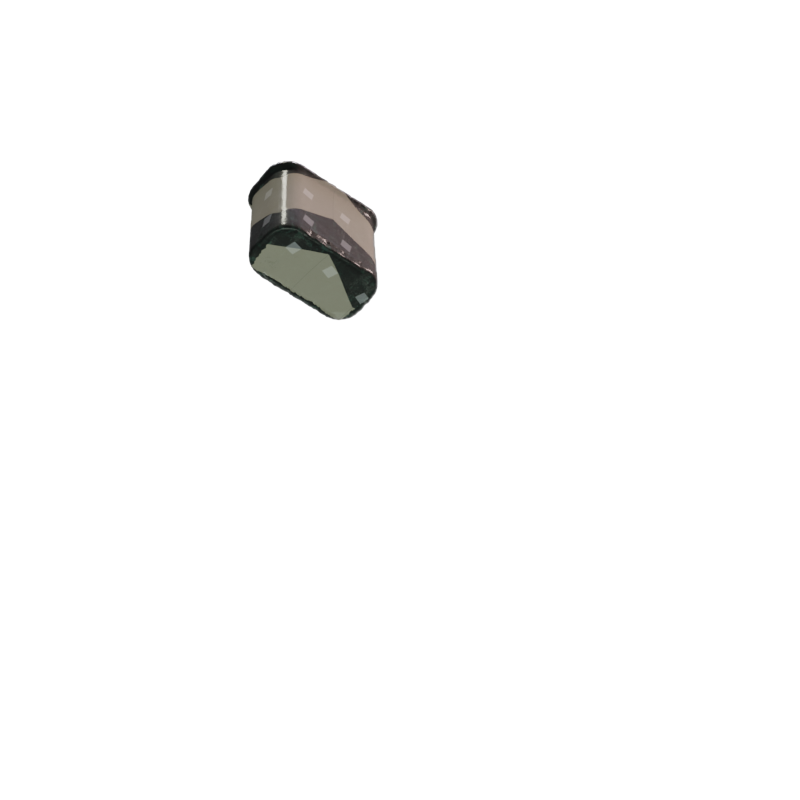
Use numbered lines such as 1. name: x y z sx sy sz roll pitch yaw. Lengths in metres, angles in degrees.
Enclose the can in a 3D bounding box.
1. can: -0.065 -0.118 0.829 0.097 0.090 0.056 30 -58 -24
